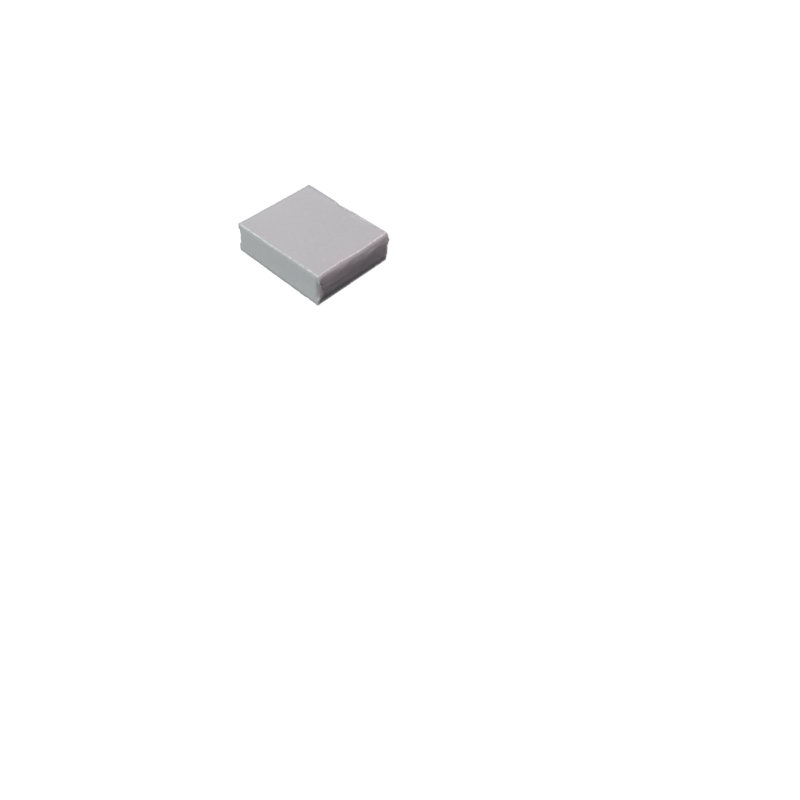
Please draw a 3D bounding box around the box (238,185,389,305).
[{"bbox_3d":[-0.065,-0.118,0.830,0.073,0.028,0.095,-34,53,-31],"label":"box"}]
